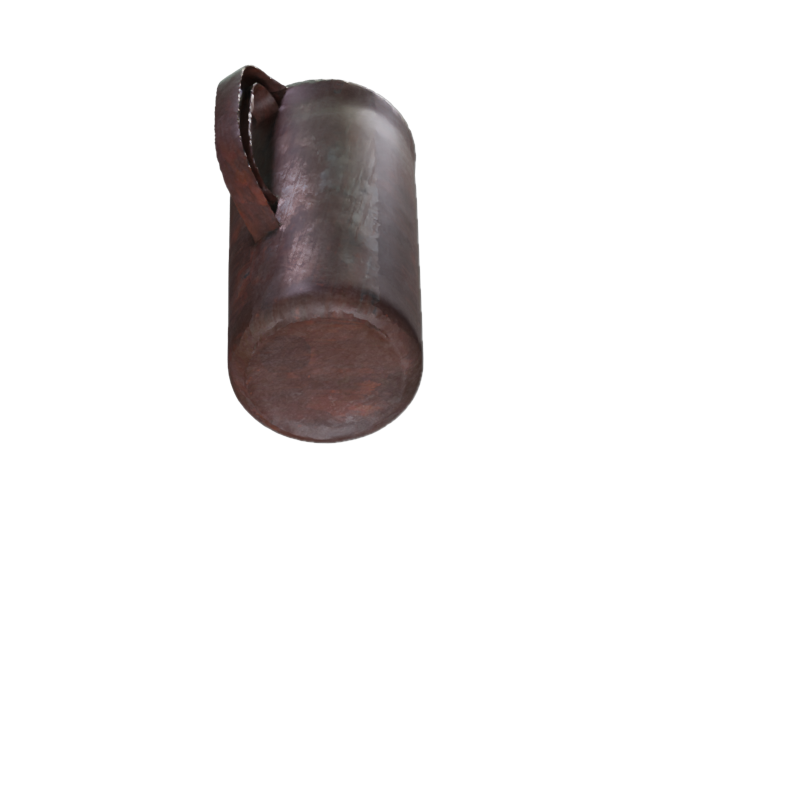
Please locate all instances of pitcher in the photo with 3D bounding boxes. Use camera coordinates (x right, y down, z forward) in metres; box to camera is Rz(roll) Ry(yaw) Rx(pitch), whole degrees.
[{"bbox_3d":[-0.054,-0.099,0.694,0.147,0.137,0.260,8,37,-10],"label":"pitcher"}]
